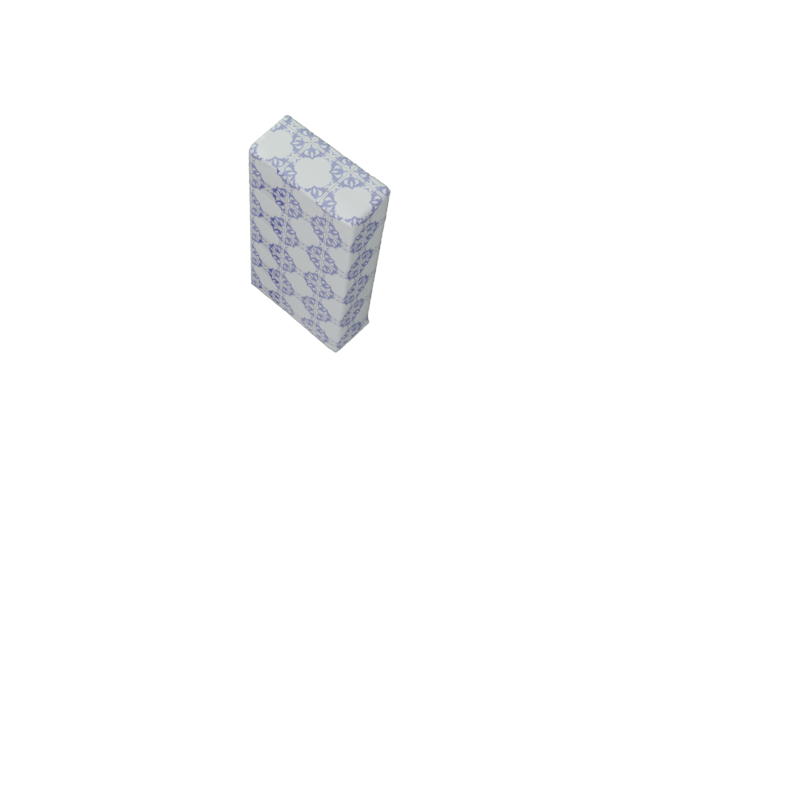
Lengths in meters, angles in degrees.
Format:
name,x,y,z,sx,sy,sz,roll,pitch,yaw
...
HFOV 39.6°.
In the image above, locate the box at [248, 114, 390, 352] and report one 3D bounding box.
name,x,y,z,sx,sy,sz,roll,pitch,yaw
box,-0.061,-0.111,0.778,0.097,0.049,0.166,40,-21,15
